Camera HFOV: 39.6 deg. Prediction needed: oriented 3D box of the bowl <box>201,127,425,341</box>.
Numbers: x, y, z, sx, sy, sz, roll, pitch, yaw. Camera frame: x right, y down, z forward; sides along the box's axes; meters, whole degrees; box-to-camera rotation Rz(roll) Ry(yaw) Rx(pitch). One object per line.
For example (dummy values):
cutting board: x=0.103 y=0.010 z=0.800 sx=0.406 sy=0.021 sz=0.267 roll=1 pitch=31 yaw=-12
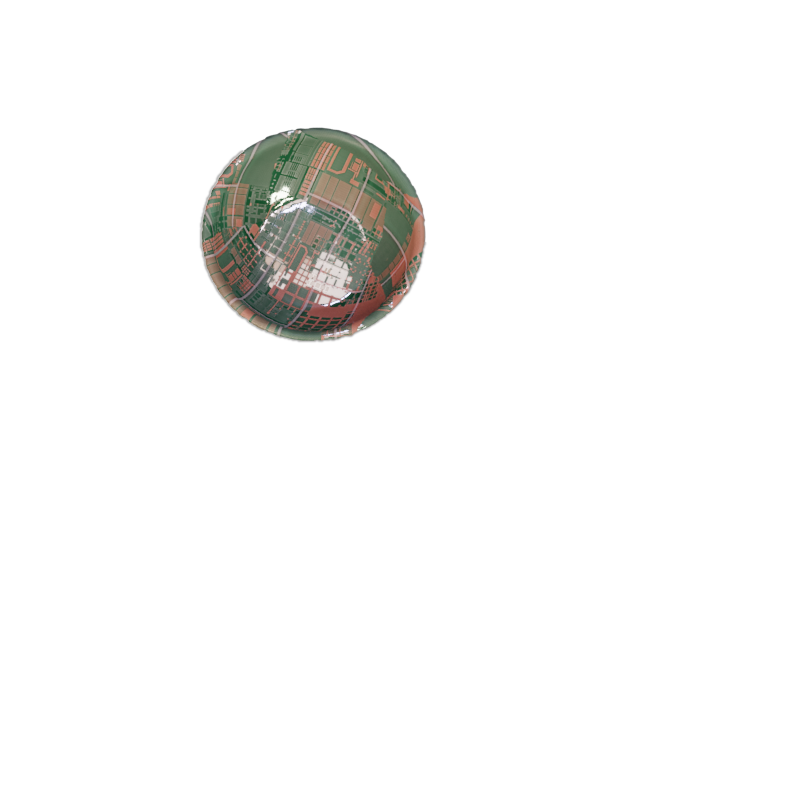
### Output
bowl: x=-0.064 y=-0.117 z=0.819 sx=0.162 sy=0.169 sz=0.053 roll=-1 pitch=-16 yaw=-1
